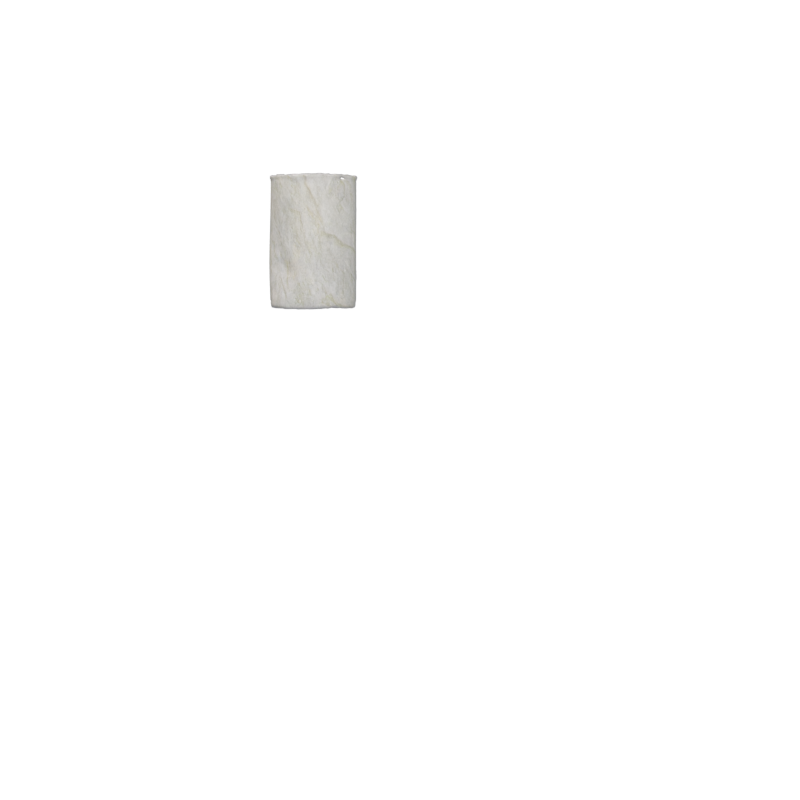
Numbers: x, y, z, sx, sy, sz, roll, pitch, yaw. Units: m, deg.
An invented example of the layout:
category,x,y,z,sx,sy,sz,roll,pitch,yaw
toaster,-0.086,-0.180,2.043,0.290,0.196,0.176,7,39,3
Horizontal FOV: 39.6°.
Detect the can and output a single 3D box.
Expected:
category,x,y,z,sx,sy,sz,roll,pitch,yaw
can,-0.067,-0.122,0.857,0.068,0.102,0.069,0,2,-2
